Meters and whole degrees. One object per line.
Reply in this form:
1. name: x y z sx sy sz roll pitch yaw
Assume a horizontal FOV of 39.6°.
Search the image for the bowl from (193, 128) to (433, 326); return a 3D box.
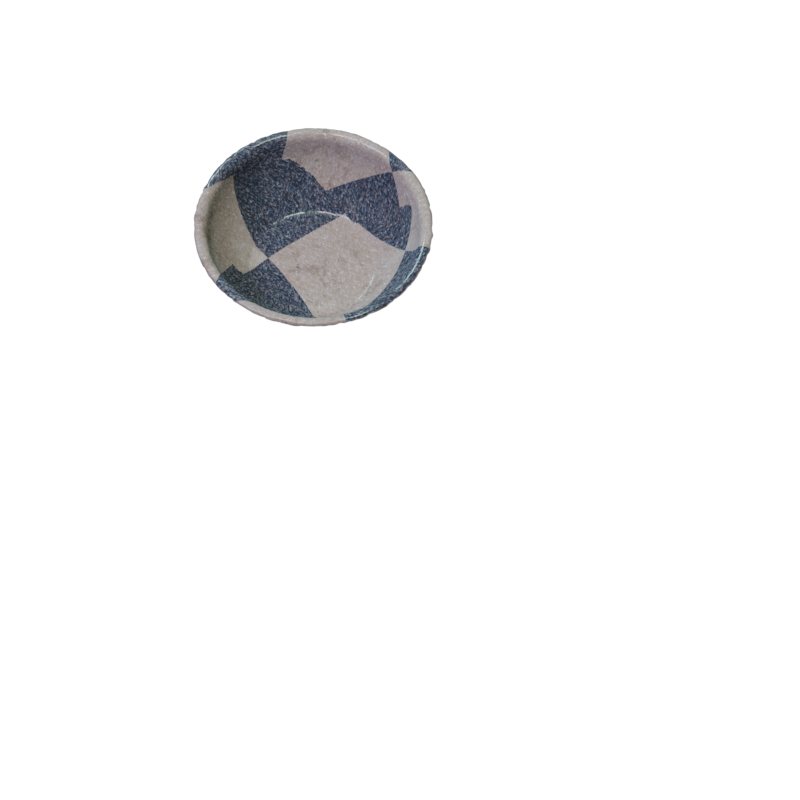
1. bowl: -0.060 -0.110 0.770 0.162 0.173 0.052 -1 -31 -1
